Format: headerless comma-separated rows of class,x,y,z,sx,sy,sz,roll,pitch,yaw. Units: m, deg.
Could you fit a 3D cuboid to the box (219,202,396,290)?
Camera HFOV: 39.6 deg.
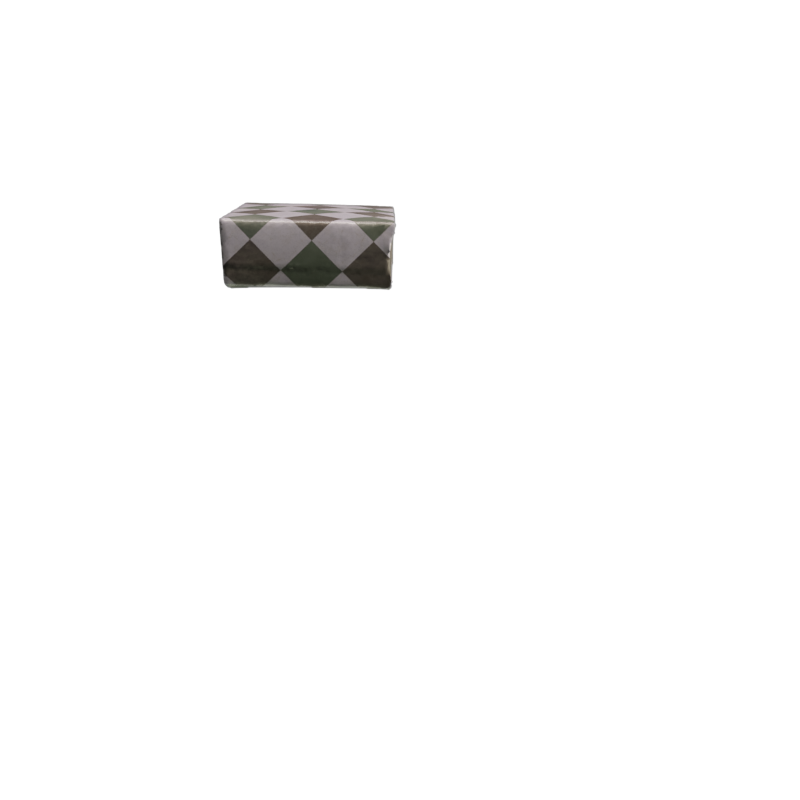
box,-0.048,-0.087,0.608,0.090,0.038,0.116,0,15,0
